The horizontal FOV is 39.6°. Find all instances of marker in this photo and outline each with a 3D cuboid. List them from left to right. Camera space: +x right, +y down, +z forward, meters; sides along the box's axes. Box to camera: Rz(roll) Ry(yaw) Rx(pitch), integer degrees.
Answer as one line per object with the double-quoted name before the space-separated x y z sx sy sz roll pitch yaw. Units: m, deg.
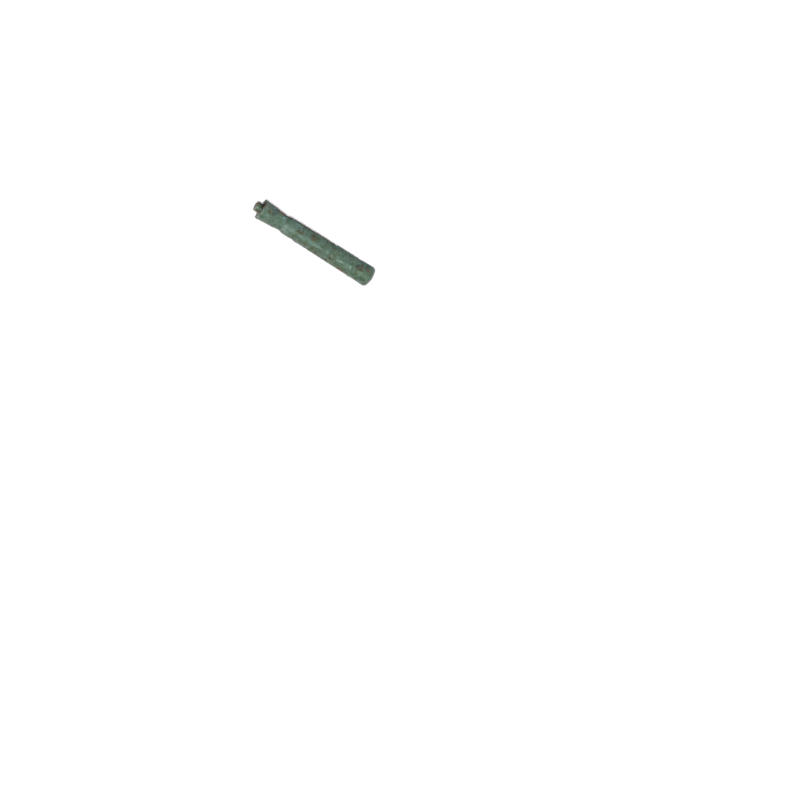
"marker" -0.075 -0.136 0.956 0.116 0.020 0.020 31 -7 -17
